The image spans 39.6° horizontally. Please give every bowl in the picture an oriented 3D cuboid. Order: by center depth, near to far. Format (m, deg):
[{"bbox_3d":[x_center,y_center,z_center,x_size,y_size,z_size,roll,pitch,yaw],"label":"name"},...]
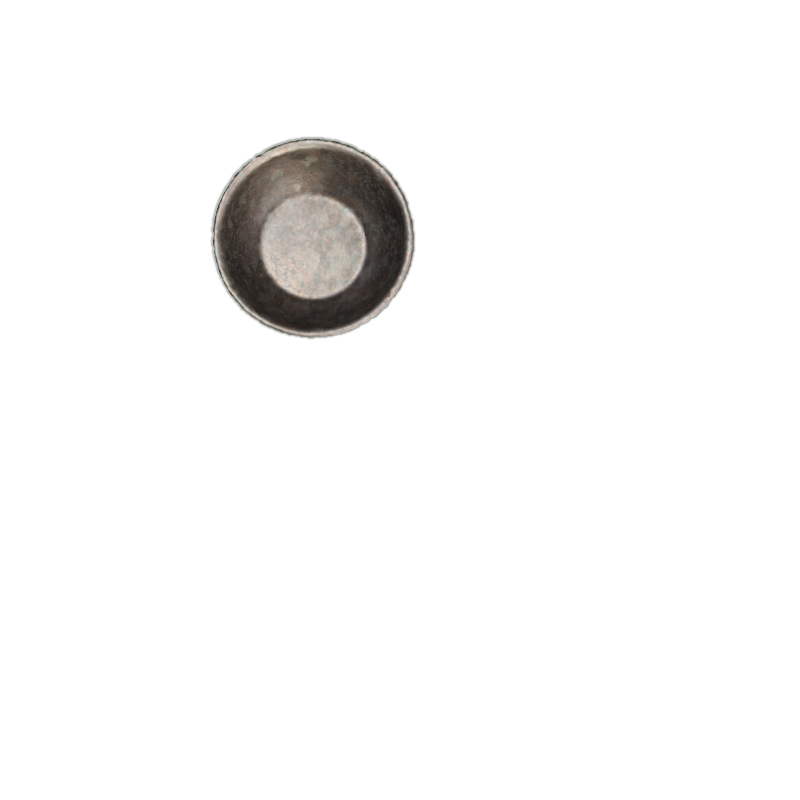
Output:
[{"bbox_3d":[-0.071,-0.130,0.908,0.162,0.166,0.054,0,-9,-1],"label":"bowl"}]
